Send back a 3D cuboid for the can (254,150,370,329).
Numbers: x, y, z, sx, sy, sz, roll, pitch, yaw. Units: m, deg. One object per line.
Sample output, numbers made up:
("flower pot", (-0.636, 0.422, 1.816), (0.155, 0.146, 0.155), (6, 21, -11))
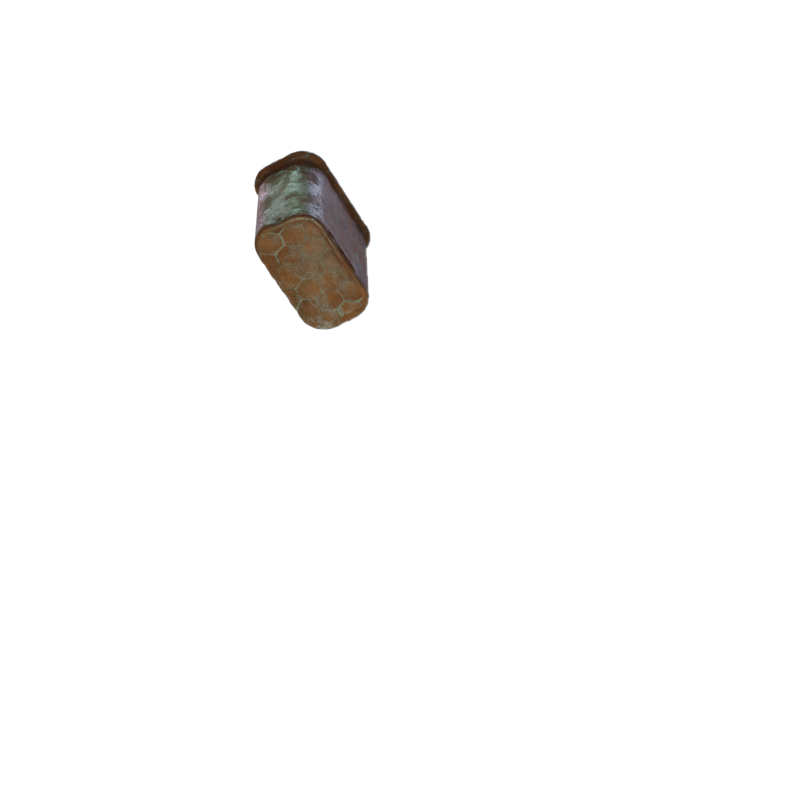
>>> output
("can", (-0.062, -0.113, 0.792), (0.058, 0.095, 0.090), (-25, 35, 16))
